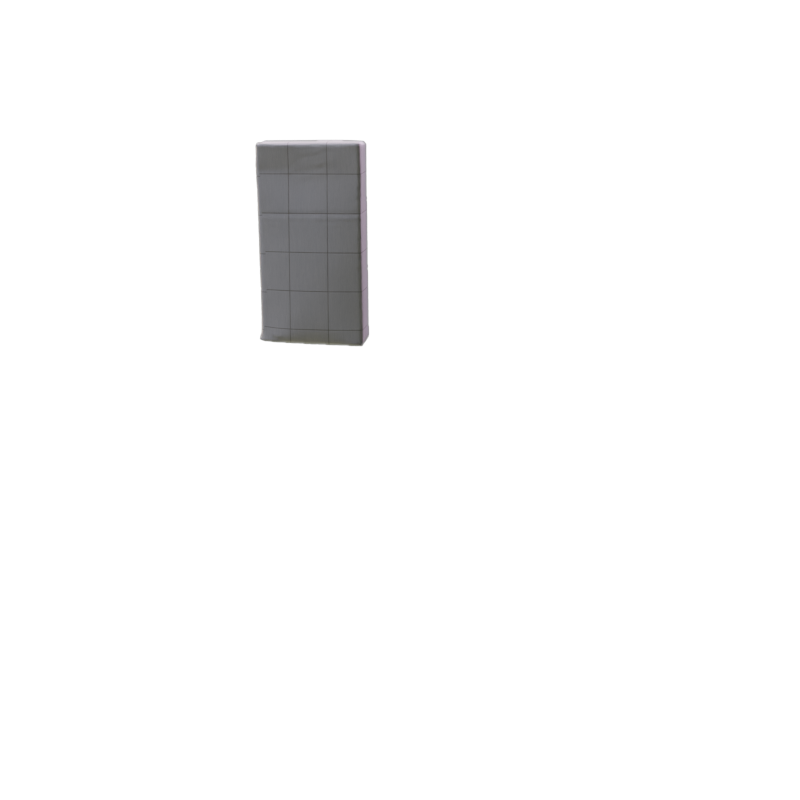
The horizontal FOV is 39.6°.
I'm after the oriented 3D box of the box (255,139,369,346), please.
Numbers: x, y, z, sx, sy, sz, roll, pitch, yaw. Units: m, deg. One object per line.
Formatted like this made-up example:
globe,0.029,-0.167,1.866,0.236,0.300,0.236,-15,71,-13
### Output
box,-0.075,-0.138,0.965,0.095,0.173,0.048,2,7,11
